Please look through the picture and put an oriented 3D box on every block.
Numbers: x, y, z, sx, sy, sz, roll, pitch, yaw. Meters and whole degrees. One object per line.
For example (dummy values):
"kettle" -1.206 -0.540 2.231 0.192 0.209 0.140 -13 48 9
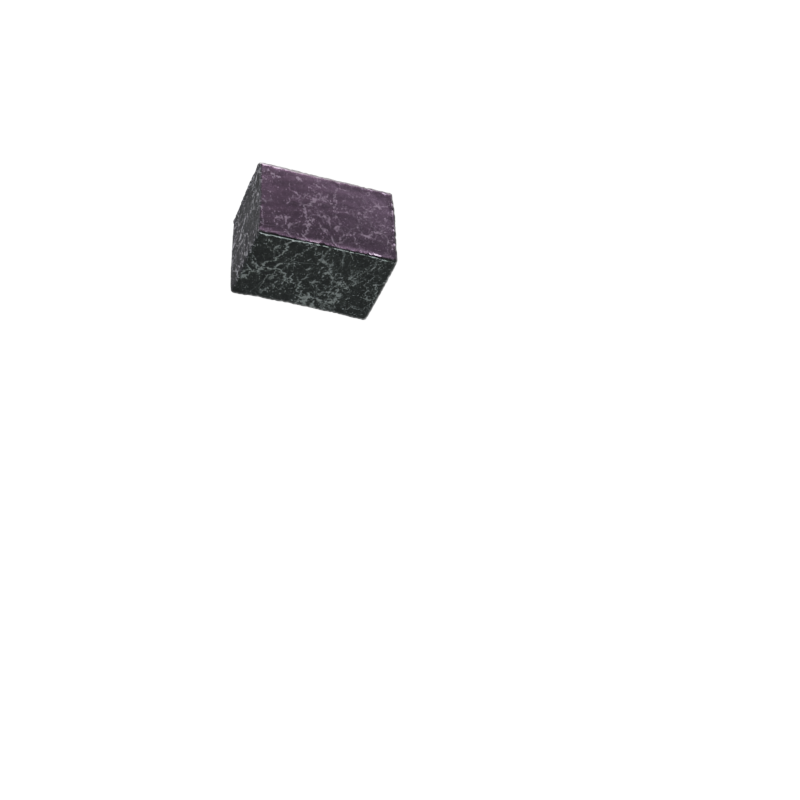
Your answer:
"block" -0.046 -0.085 0.592 0.076 0.055 0.050 12 -40 -16
